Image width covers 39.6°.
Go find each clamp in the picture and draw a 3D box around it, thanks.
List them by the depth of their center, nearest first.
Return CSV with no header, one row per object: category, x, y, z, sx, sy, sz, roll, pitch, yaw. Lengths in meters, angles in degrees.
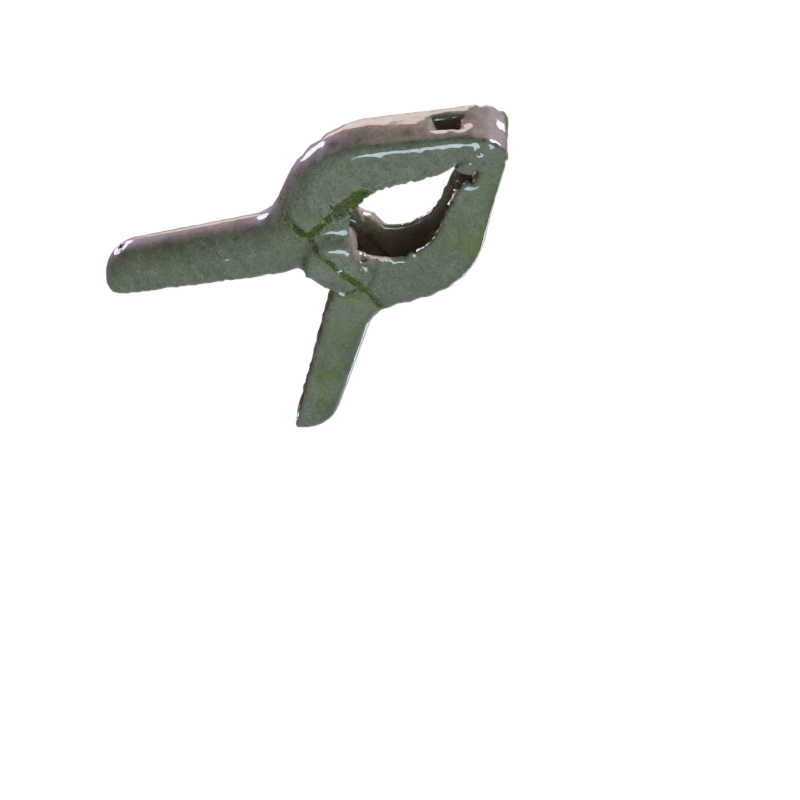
clamp,-0.034,-0.062,0.435,0.114,0.042,0.168,29,-54,-24
